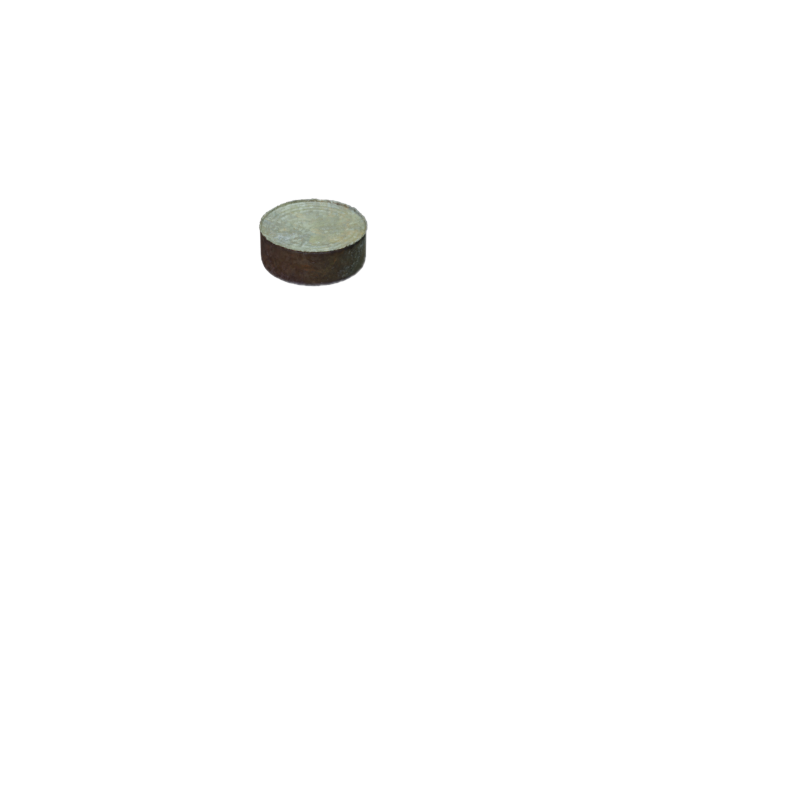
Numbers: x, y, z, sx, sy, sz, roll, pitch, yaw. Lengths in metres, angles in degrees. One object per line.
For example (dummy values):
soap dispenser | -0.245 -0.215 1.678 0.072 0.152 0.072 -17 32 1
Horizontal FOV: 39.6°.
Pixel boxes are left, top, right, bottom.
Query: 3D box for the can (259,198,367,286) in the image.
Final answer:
can | -0.069 -0.126 0.883 0.086 0.031 0.092 -1 35 -2
